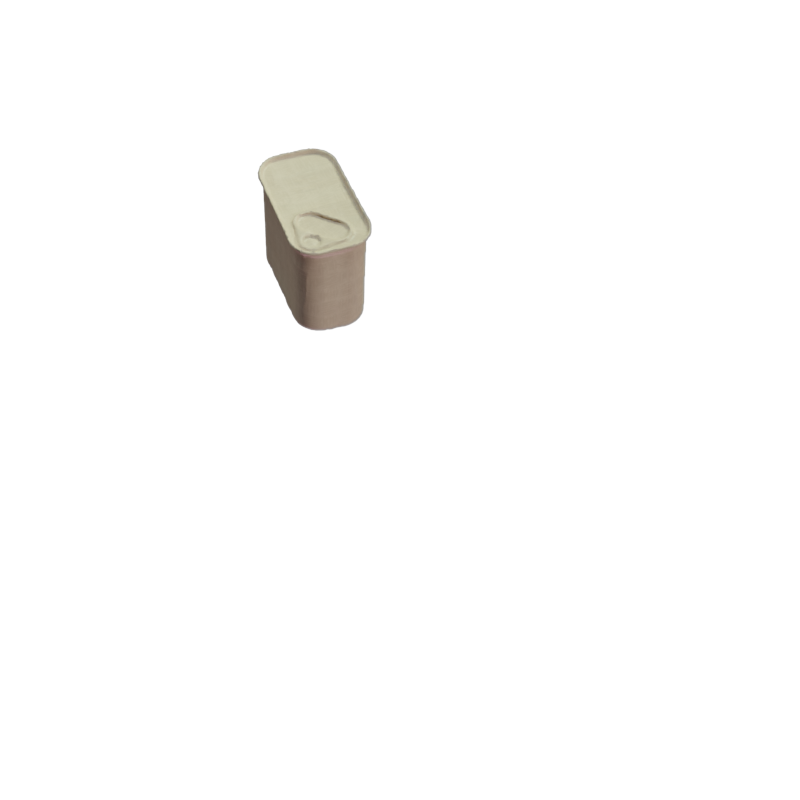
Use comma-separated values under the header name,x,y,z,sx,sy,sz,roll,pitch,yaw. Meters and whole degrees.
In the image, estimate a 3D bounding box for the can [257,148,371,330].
name,x,y,z,sx,sy,sz,roll,pitch,yaw
can,-0.061,-0.111,0.776,0.057,0.110,0.078,-15,-39,-15
